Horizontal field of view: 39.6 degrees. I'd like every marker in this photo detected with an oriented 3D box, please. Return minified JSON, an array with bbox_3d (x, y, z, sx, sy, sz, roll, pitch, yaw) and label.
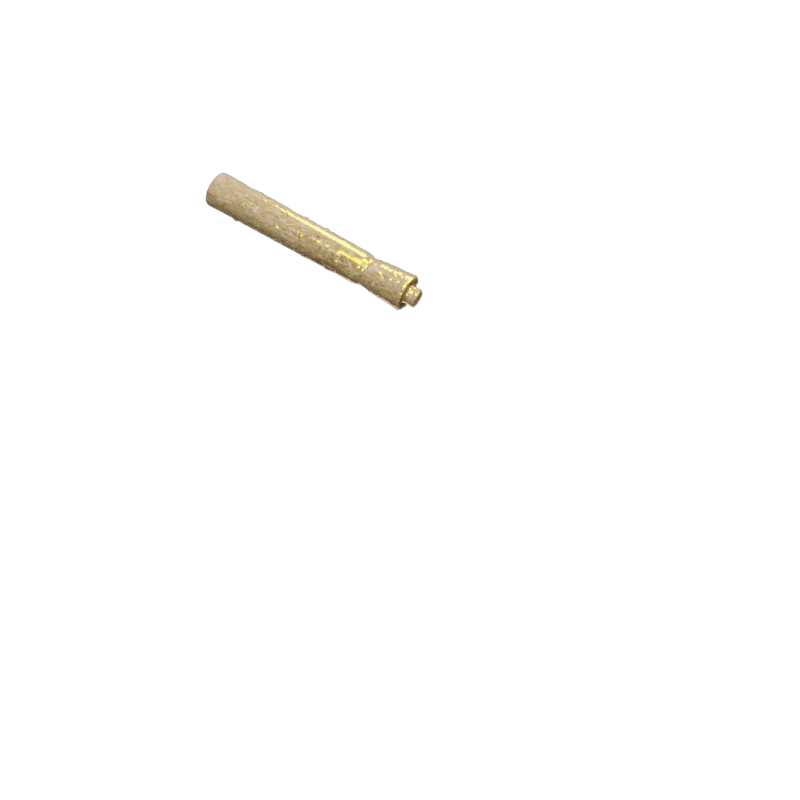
[{"bbox_3d":[-0.043,-0.078,0.549,0.126,0.019,0.019,30,13,18],"label":"marker"}]
